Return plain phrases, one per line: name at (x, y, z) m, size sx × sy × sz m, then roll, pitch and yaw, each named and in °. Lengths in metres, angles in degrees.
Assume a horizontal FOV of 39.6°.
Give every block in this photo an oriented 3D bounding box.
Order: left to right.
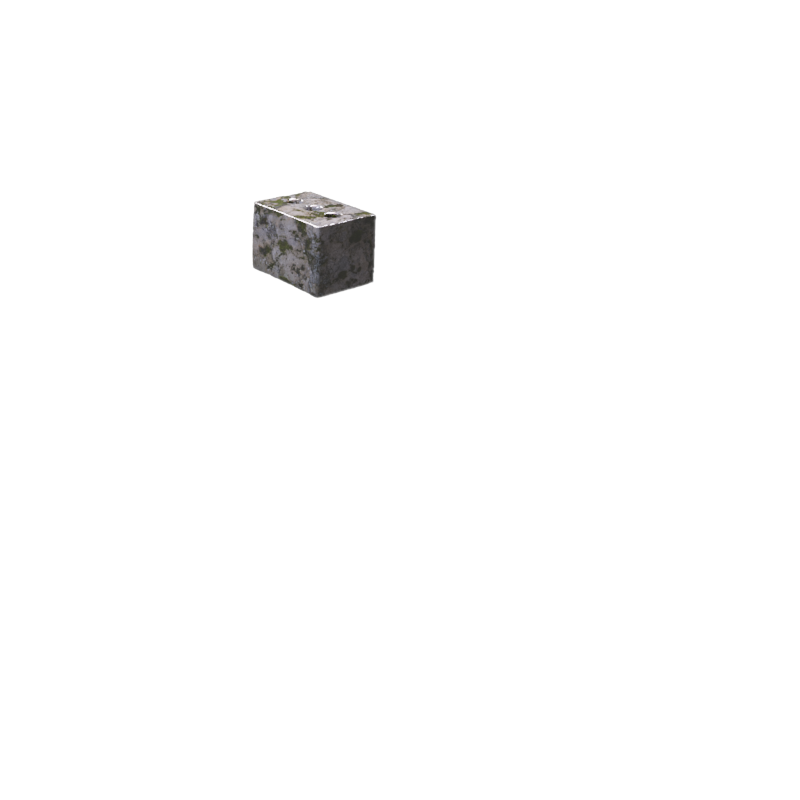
block at (-0.061, -0.111, 0.778) m, size 0.052 × 0.049 × 0.083 m, roll -17°, pitch 29°, yaw -37°
